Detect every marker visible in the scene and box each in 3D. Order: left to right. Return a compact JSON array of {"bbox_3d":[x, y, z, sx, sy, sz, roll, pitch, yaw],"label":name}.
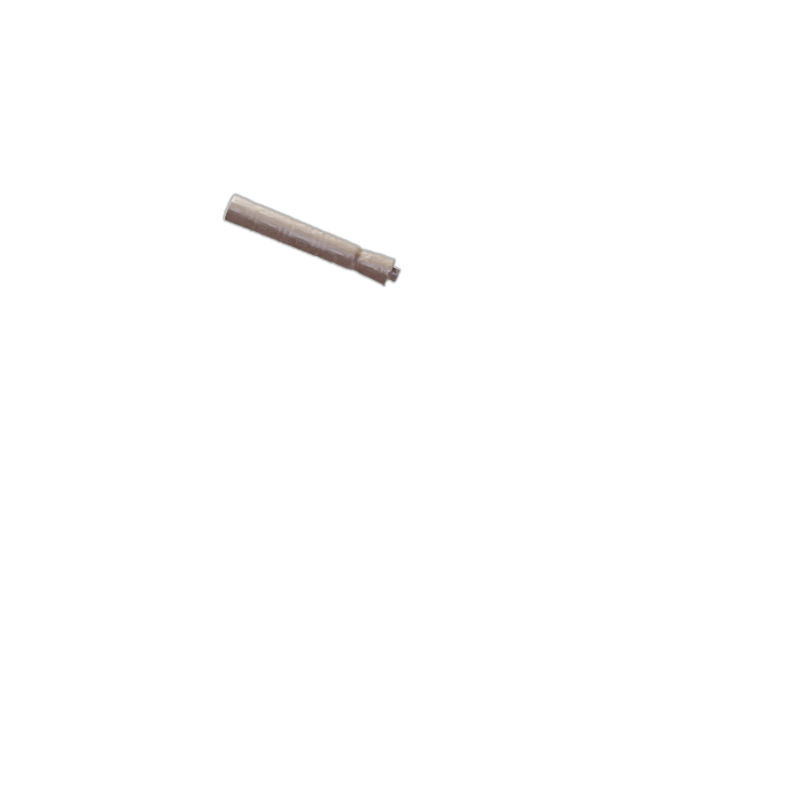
[{"bbox_3d":[-0.057,-0.105,0.734,0.121,0.020,0.020,23,4,2],"label":"marker"}]
